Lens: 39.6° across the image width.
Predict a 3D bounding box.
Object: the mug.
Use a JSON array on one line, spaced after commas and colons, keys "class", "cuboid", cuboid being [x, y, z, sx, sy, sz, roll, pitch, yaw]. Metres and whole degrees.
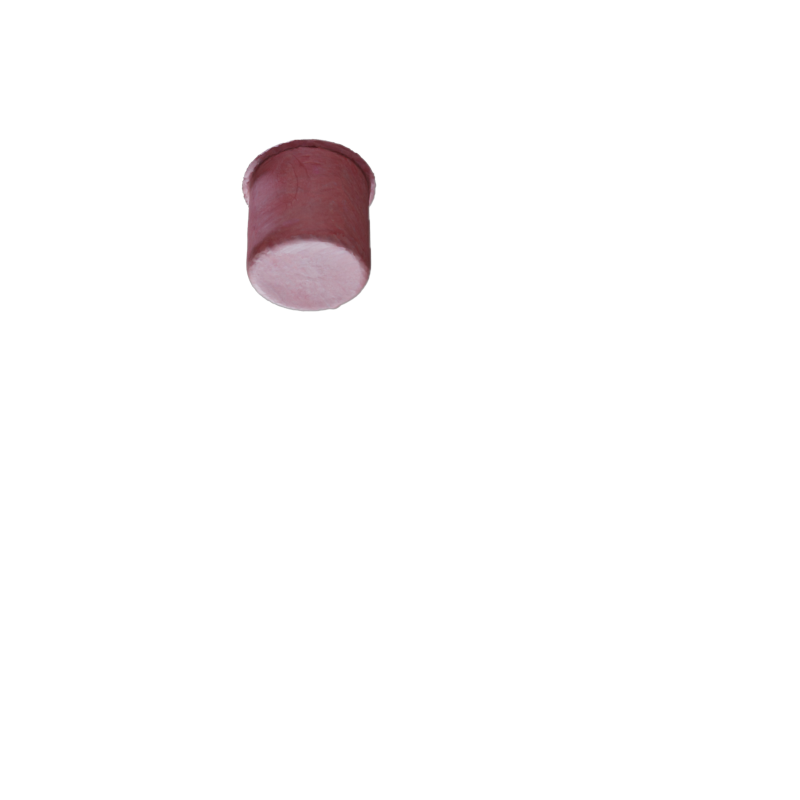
[{"class": "mug", "cuboid": [-0.059, -0.107, 0.751, 0.094, 0.087, 0.108, -8, -38, 9]}]
